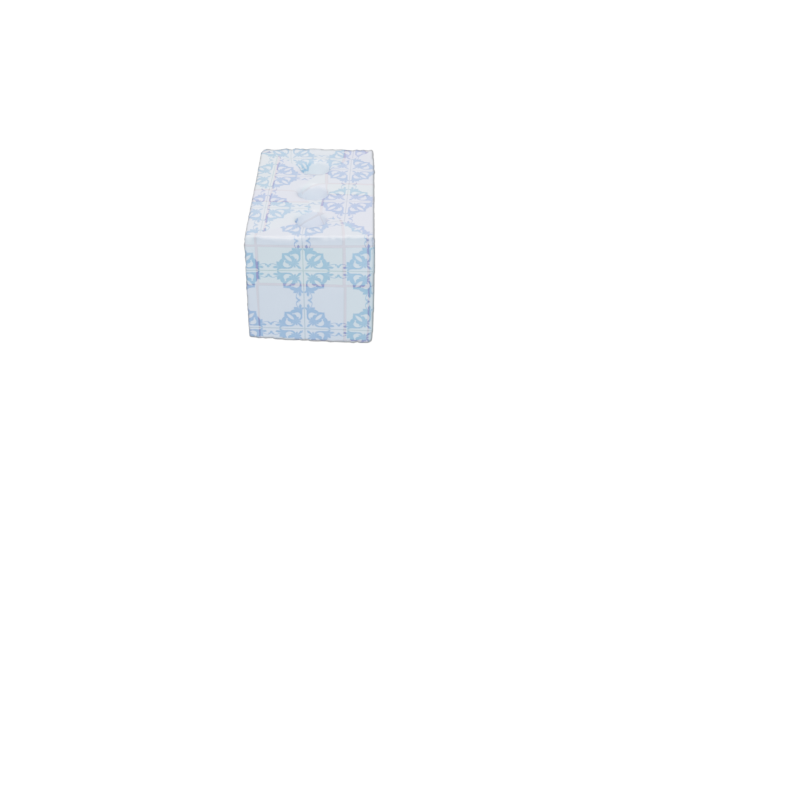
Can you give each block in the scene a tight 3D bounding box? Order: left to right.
[{"bbox_3d":[-0.037,-0.068,0.478,0.053,0.048,0.083,0,36,-1],"label":"block"}]
